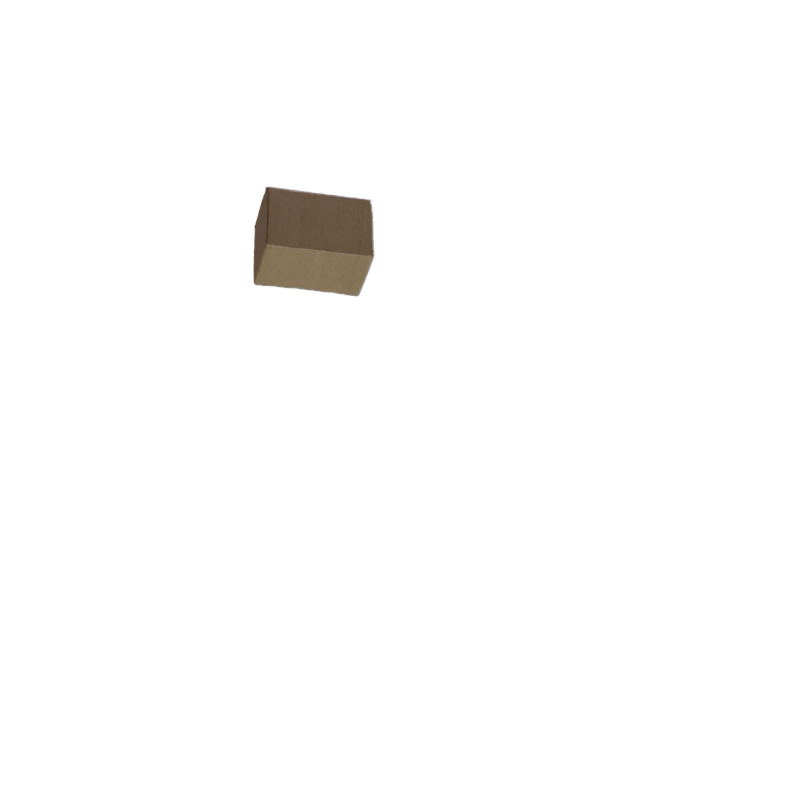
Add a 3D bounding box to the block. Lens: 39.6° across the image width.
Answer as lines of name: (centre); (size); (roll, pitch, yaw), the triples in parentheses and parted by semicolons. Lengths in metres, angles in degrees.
block: (-0.061, -0.111, 0.780); (0.077, 0.055, 0.050); (6, -33, -12)
